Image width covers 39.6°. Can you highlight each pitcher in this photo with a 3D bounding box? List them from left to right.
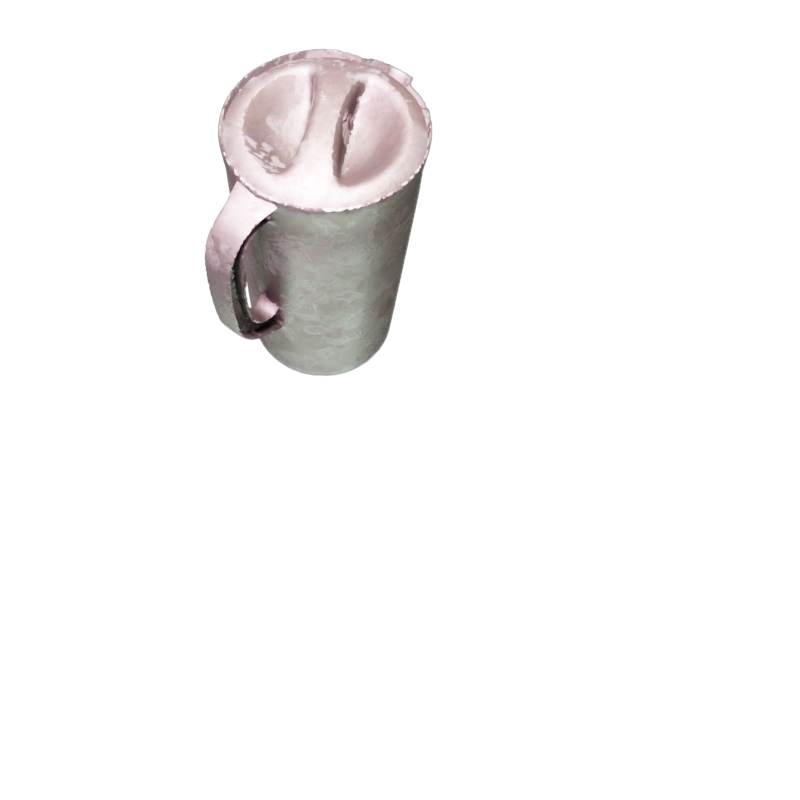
[{"bbox_3d":[-0.061,-0.111,0.776,0.148,0.155,0.228,-6,-30,-7],"label":"pitcher"}]
